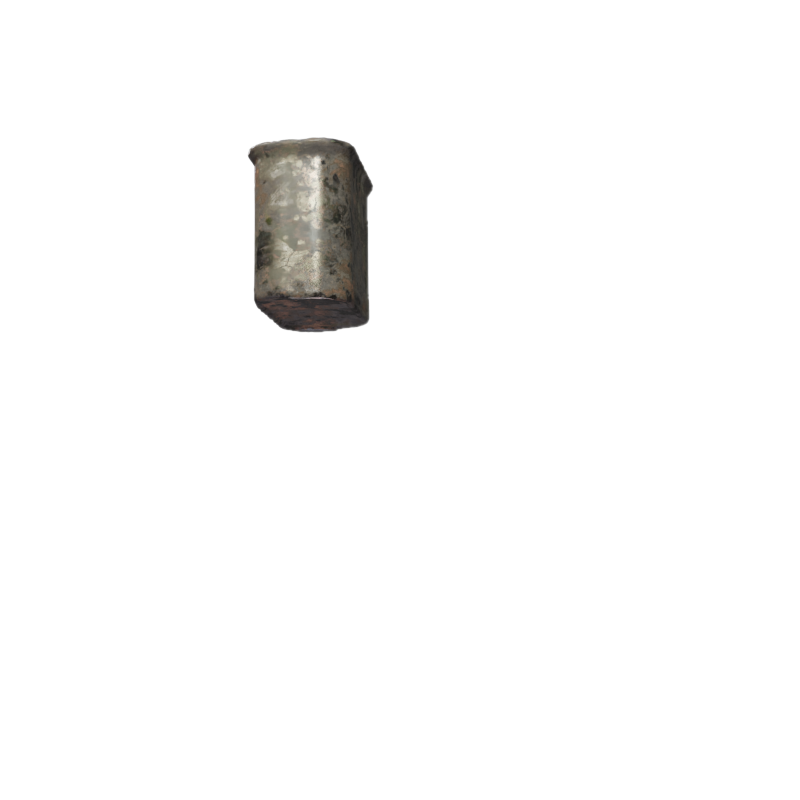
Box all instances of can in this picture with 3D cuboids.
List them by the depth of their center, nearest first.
[{"bbox_3d":[-0.047,-0.086,0.605,0.058,0.086,0.098,-2,-10,8],"label":"can"}]
